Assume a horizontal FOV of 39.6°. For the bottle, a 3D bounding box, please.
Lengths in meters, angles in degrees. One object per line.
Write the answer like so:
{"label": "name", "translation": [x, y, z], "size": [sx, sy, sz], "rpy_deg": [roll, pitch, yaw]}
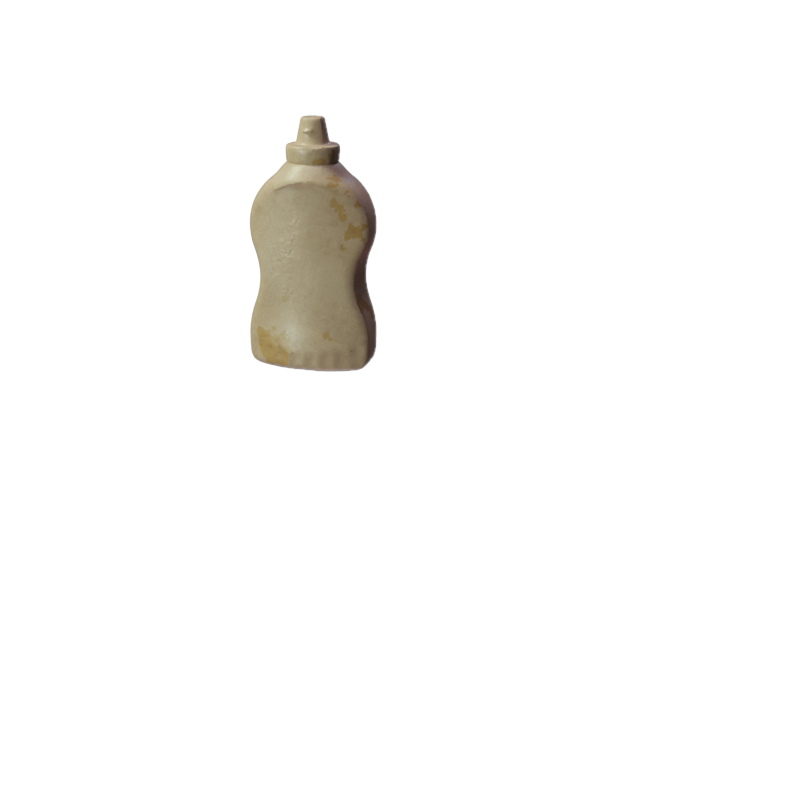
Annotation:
{"label": "bottle", "translation": [-0.066, -0.121, 0.847], "size": [0.098, 0.186, 0.059], "rpy_deg": [5, 14, 16]}
